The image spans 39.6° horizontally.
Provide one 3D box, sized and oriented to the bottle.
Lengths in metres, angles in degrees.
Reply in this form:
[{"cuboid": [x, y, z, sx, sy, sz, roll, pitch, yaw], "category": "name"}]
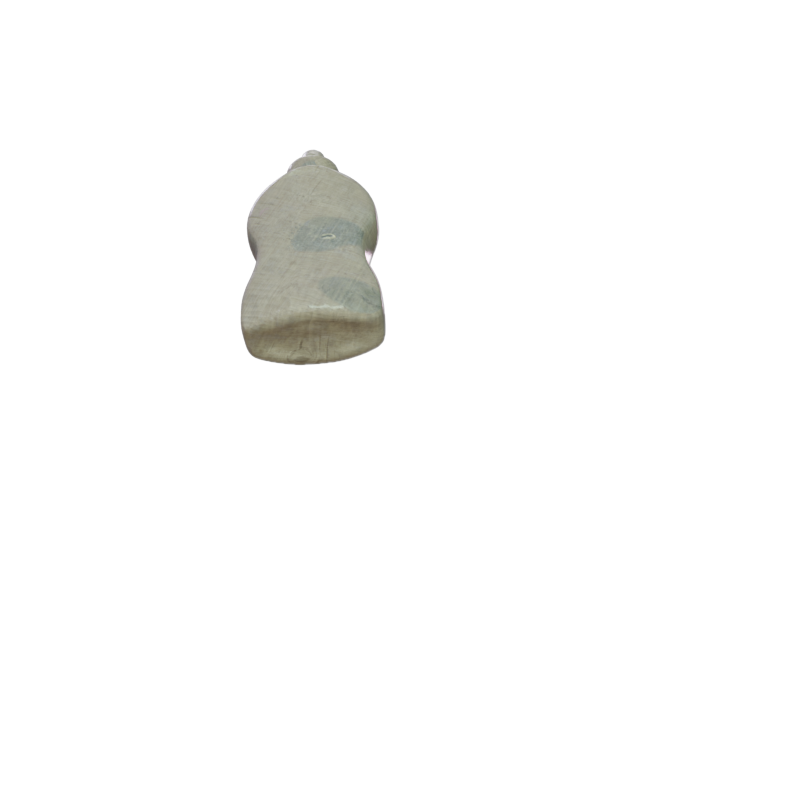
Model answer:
[{"cuboid": [-0.063, -0.115, 0.802, 0.096, 0.206, 0.054, -7, -43, 4], "category": "bottle"}]
